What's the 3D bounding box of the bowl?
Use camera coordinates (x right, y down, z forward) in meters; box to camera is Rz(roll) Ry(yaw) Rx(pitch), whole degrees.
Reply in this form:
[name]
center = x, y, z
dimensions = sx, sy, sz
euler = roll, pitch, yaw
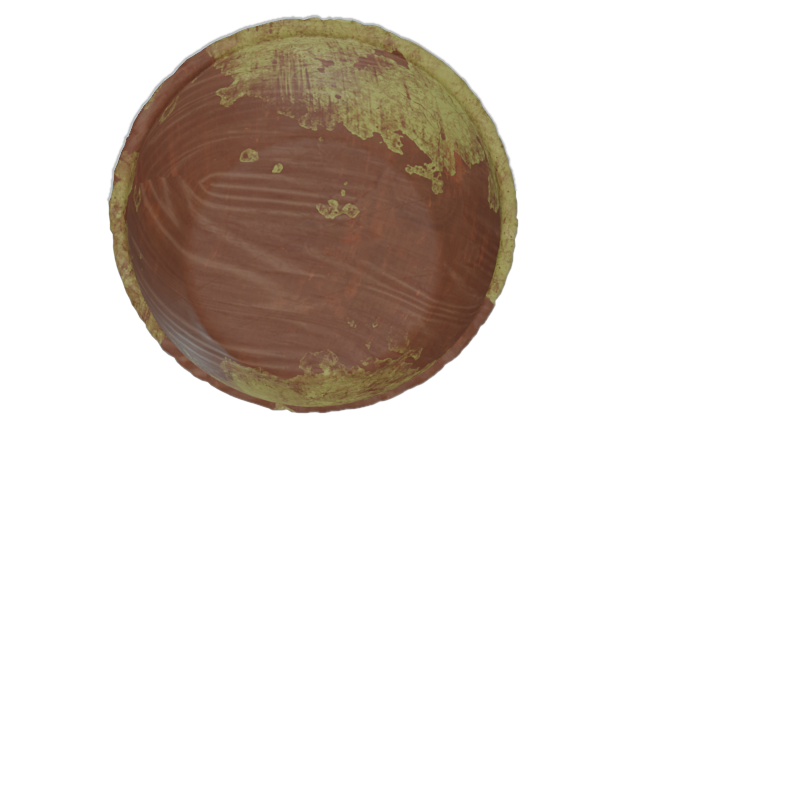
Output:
[bowl]
center = -0.032, -0.059, 0.414
dimensions = 0.162, 0.156, 0.057
euler = 0, 17, -1
